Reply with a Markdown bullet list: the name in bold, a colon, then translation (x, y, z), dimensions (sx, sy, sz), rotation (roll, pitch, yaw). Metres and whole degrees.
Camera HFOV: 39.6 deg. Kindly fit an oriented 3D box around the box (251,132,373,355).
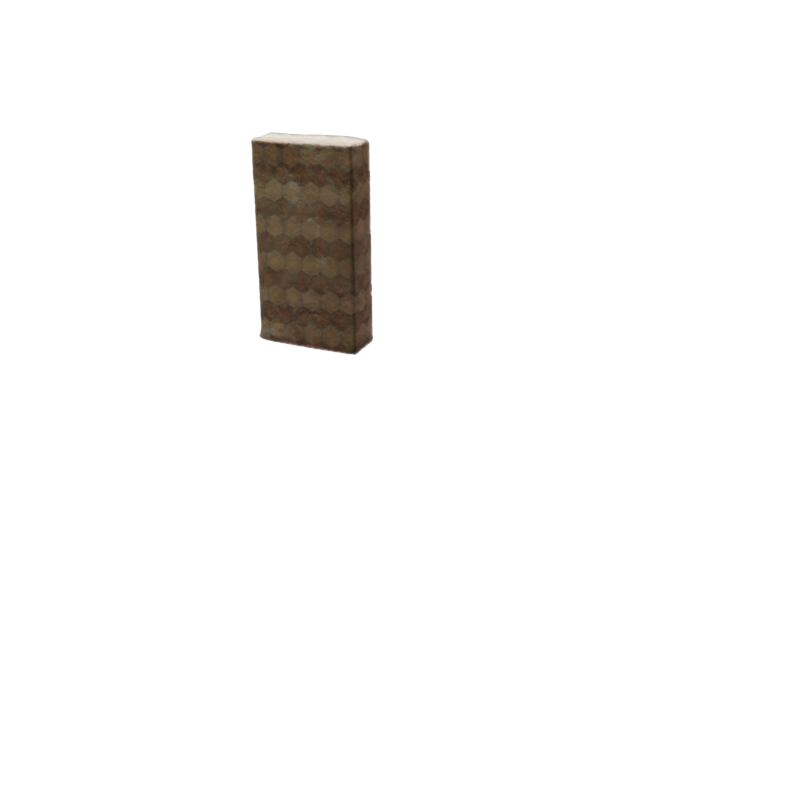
- **box**: translation (-0.072, -0.132, 0.923), dimensions (0.097, 0.170, 0.048), rotation (8, 16, 24)
